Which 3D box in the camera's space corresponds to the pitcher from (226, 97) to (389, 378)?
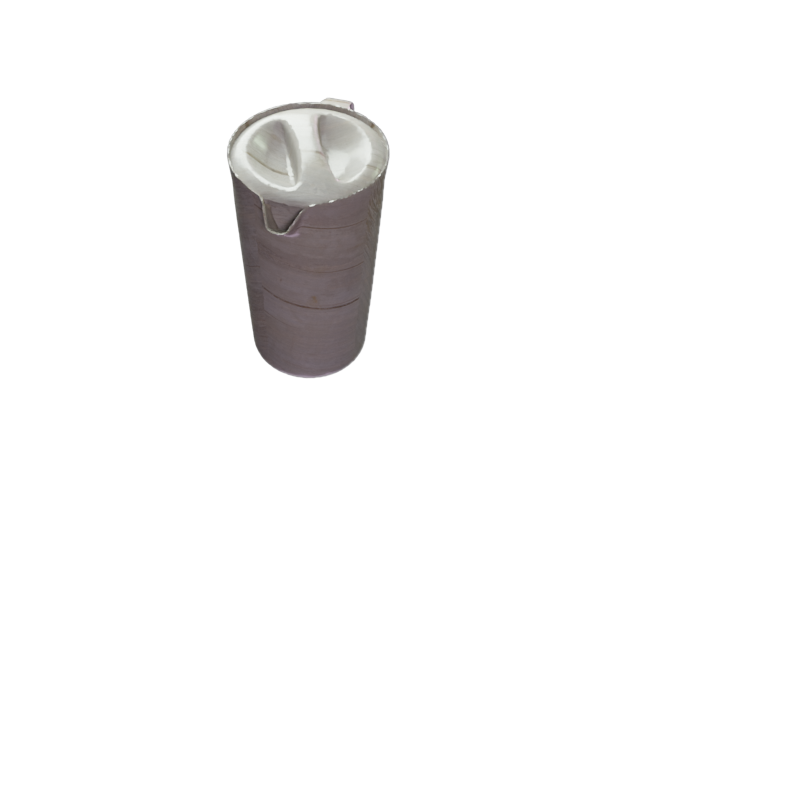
[{"bbox_3d":[-0.078,-0.142,0.993,0.148,0.226,0.156,-23,53,-21],"label":"pitcher"}]
